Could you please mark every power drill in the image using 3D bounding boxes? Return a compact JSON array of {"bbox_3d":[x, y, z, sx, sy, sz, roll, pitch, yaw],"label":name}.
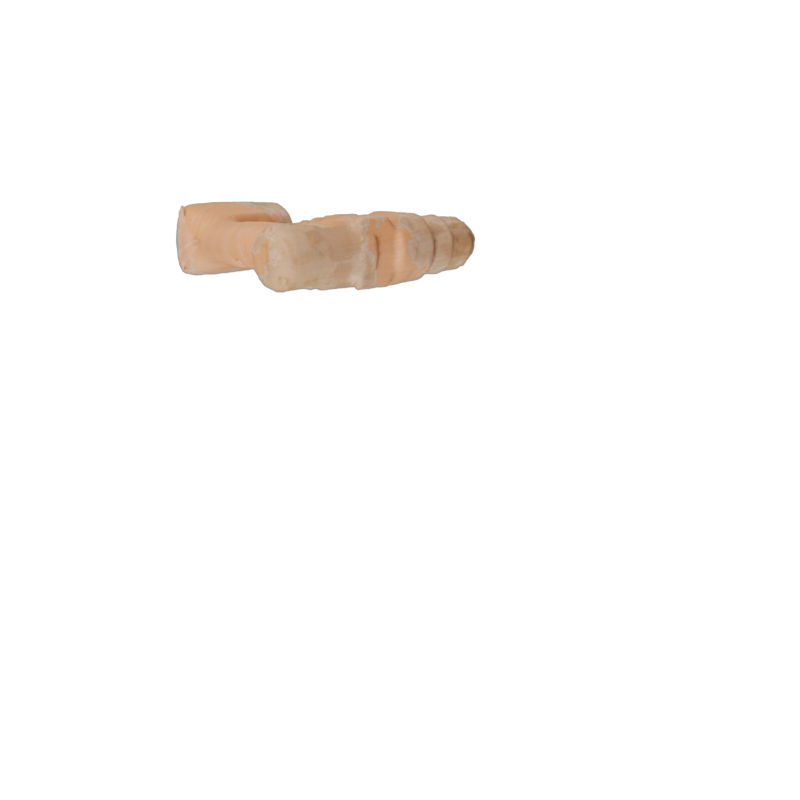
[{"bbox_3d":[-0.064,-0.117,0.820,0.179,0.056,0.197,-8,13,-39],"label":"power drill"}]
